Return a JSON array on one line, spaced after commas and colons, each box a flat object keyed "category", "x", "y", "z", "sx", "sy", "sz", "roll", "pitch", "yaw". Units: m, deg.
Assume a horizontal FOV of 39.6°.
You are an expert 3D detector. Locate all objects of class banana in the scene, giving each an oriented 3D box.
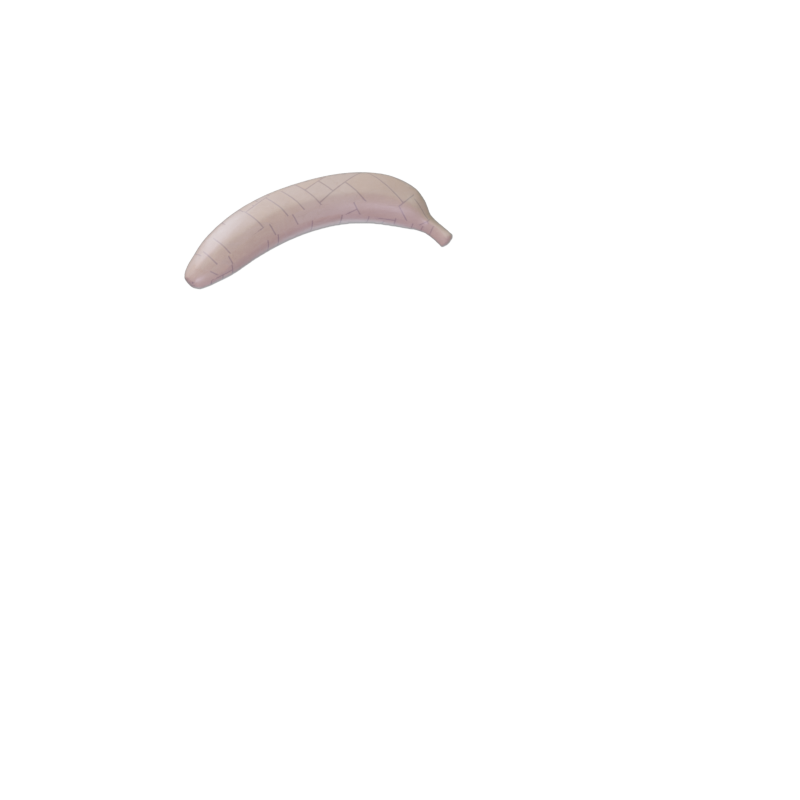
[{"category": "banana", "x": -0.064, "y": -0.130, "z": 0.808, "sx": 0.196, "sy": 0.075, "sz": 0.034, "roll": -12, "pitch": -35, "yaw": -9}]
